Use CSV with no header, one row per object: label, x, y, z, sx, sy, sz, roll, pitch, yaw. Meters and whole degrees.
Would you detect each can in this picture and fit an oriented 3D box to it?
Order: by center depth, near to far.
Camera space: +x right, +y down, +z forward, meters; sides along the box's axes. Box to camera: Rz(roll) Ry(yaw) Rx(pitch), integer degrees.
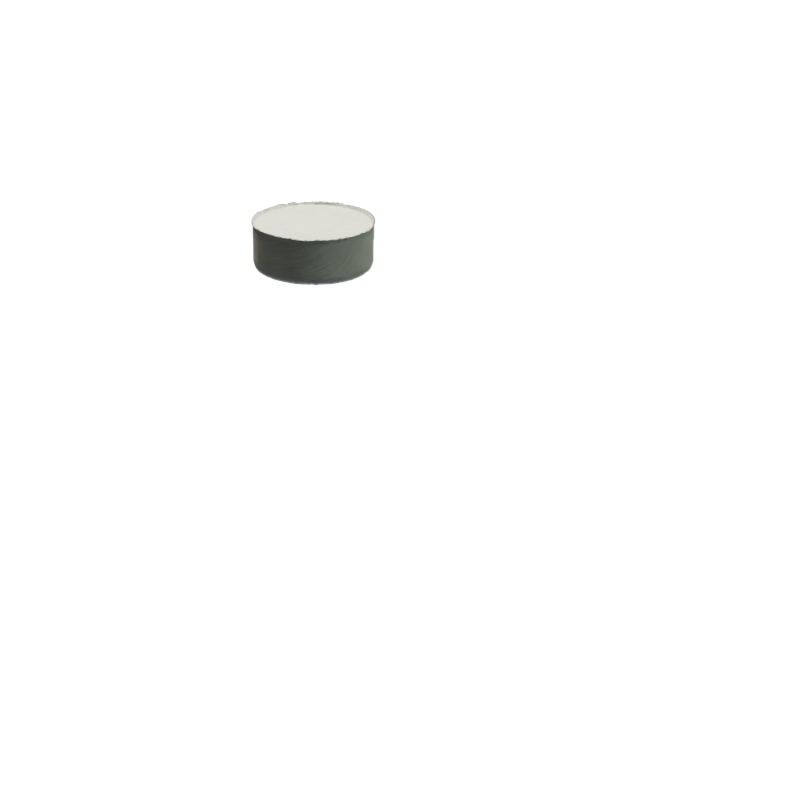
can,-0.060,-0.110,0.772,0.086,0.032,0.090,-1,26,-2
